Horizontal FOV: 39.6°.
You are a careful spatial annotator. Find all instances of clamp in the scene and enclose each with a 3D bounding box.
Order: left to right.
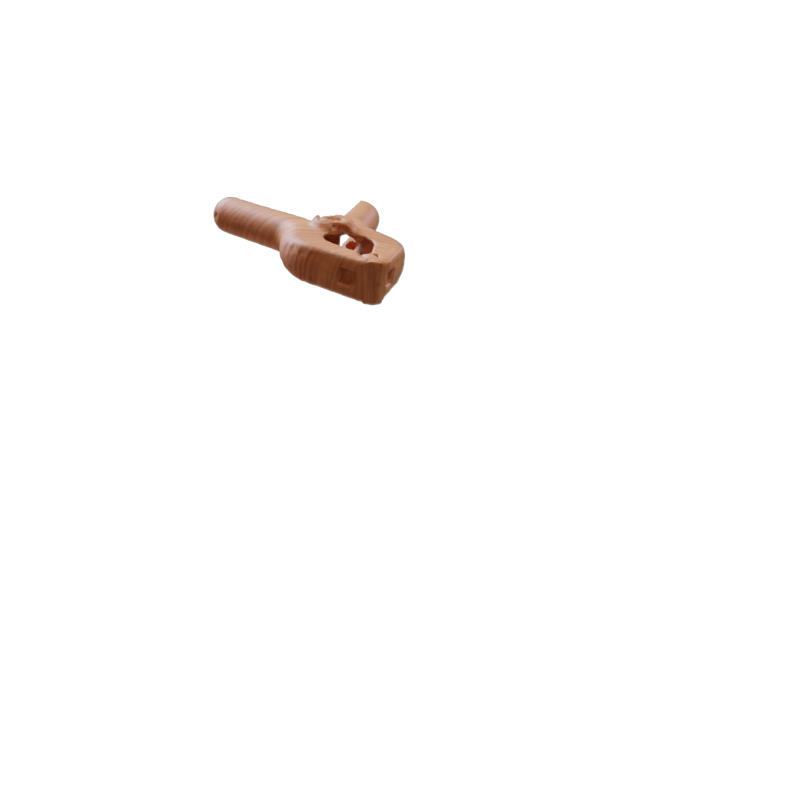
[{"bbox_3d":[-0.057,-0.103,0.723,0.118,0.038,0.181,-4,21,-12],"label":"clamp"}]
